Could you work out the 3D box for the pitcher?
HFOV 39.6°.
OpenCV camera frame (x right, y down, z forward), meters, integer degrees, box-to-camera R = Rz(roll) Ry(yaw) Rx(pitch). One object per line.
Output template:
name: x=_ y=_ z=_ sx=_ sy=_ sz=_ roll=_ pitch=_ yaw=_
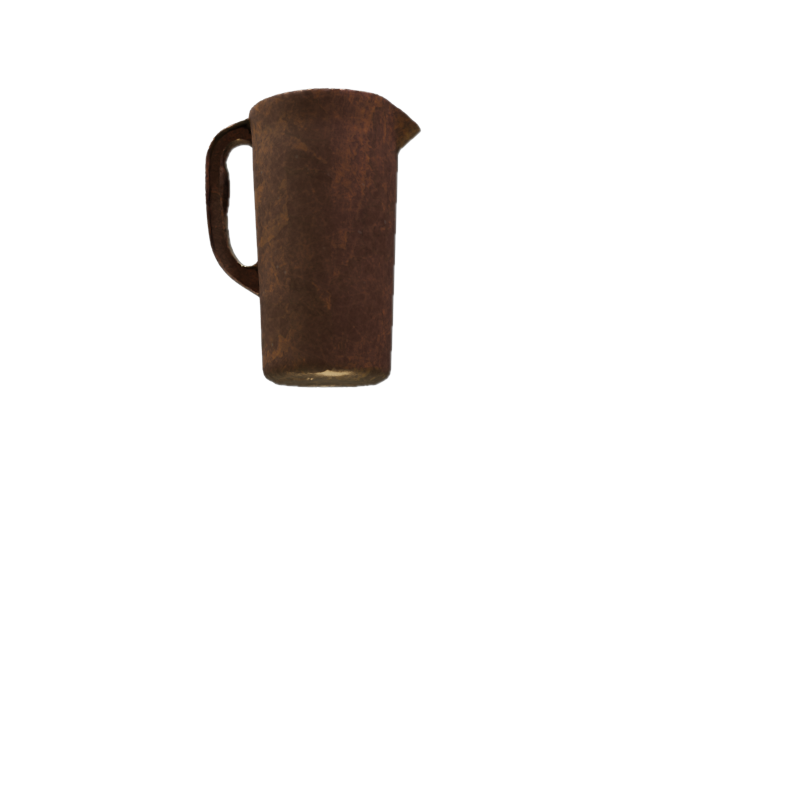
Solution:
pitcher: x=-0.074 y=-0.136 z=0.950 sx=0.138 sy=0.249 sz=0.152 roll=7 pitch=-12 yaw=-39
